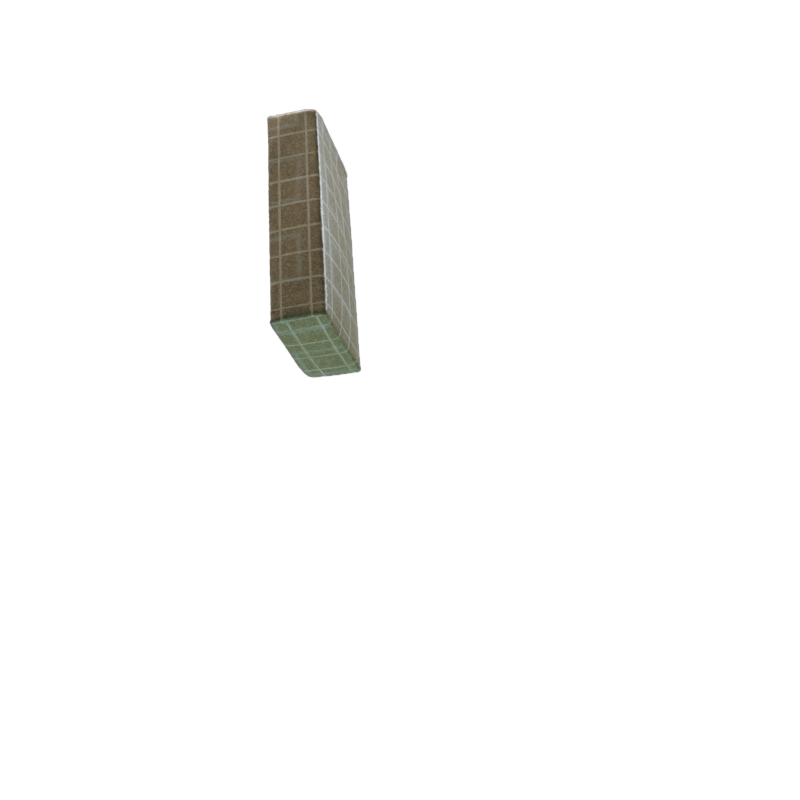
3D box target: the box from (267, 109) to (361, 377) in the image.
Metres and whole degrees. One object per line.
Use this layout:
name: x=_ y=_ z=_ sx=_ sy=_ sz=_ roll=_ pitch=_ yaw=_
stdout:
box: x=-0.062 y=-0.114 z=0.800 sx=0.049 sy=0.188 sz=0.087 roll=-9 pitch=-30 yaw=11
